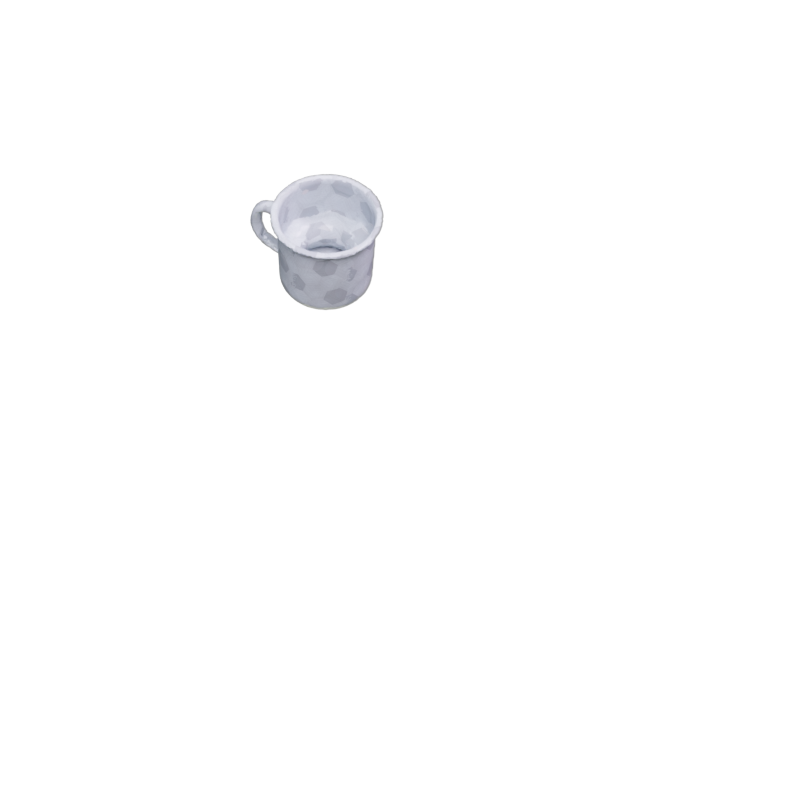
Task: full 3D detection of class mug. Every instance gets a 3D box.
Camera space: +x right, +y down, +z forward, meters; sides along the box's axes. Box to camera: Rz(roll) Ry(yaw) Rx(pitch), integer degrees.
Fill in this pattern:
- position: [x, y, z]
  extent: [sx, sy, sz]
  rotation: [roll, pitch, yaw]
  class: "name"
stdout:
- position: [-0.074, -0.134, 0.941]
  extent: [0.120, 0.097, 0.076]
  rotation: [19, -35, 12]
  class: "mug"
